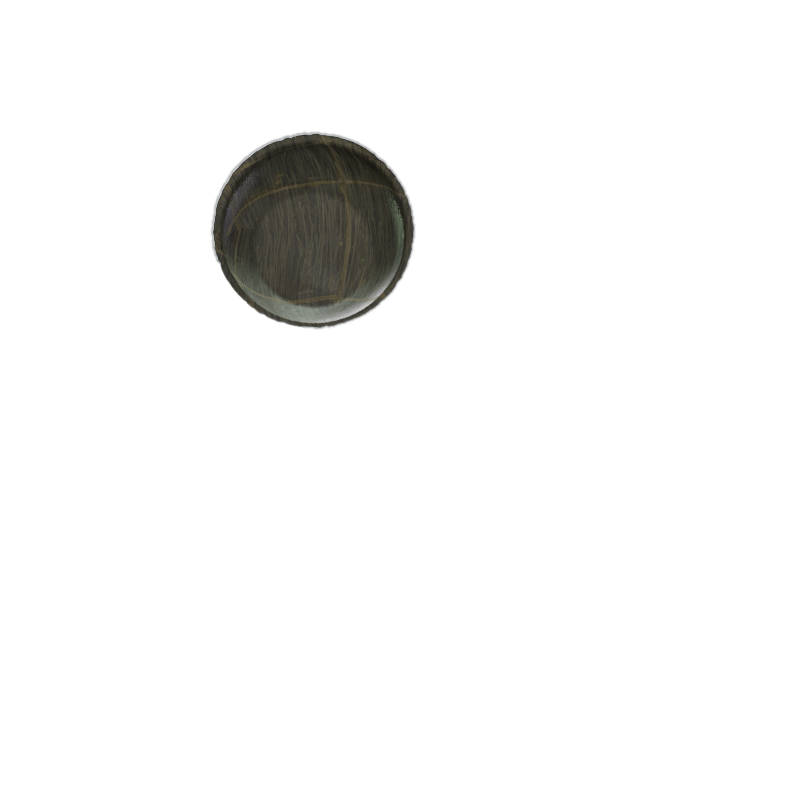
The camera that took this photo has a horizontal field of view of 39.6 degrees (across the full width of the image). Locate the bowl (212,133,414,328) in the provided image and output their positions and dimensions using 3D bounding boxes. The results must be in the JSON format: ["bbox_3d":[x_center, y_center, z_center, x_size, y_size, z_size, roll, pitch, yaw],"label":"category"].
[{"bbox_3d":[-0.068,-0.123,0.864,0.162,0.156,0.057,0,17,-1],"label":"bowl"}]
